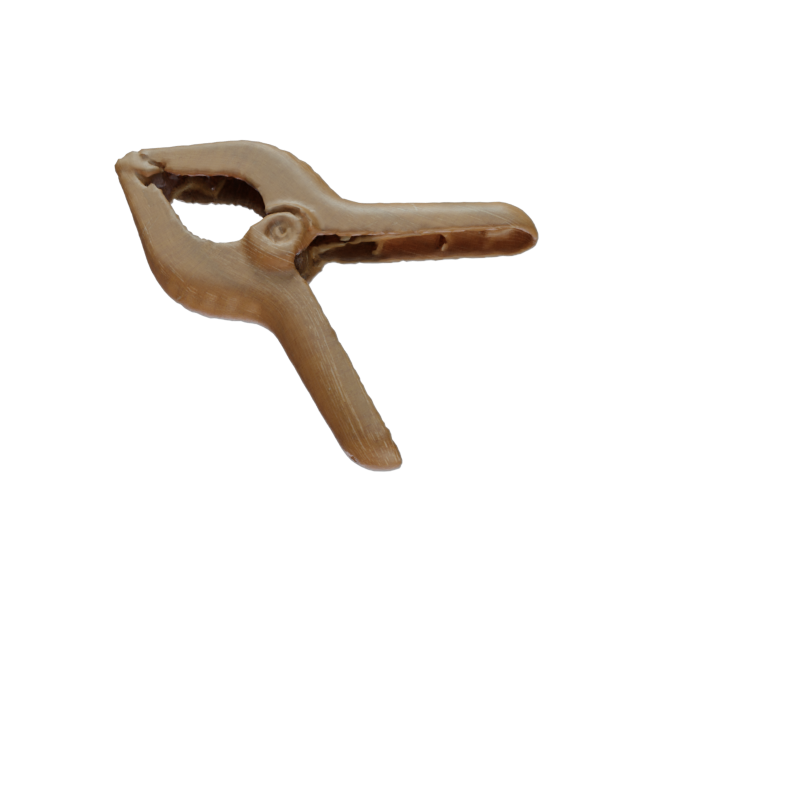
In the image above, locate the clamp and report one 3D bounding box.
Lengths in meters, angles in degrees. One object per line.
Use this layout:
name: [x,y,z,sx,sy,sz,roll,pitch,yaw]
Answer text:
clamp: [-0.035,-0.063,0.444,0.180,0.122,0.037,36,-25,20]
